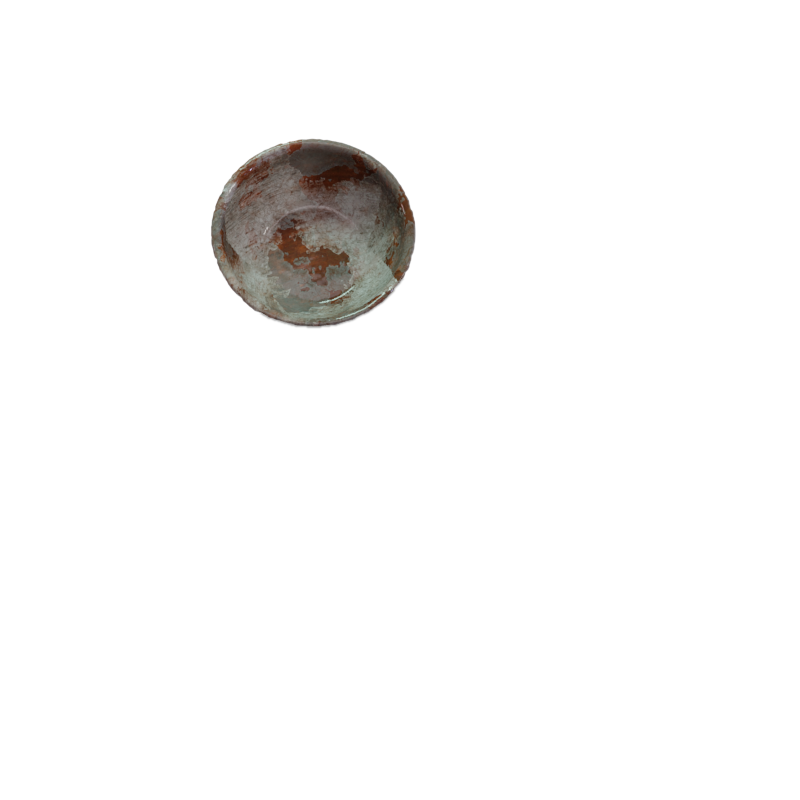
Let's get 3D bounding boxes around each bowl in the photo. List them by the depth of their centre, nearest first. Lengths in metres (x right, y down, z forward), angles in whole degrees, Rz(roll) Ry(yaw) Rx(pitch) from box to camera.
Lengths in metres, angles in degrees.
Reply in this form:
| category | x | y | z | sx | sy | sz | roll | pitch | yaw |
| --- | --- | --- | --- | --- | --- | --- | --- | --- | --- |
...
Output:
| category | x | y | z | sx | sy | sz | roll | pitch | yaw |
| --- | --- | --- | --- | --- | --- | --- | --- | --- | --- |
| bowl | -0.070 | -0.128 | 0.899 | 0.162 | 0.170 | 0.052 | -1 | -21 | -1 |
